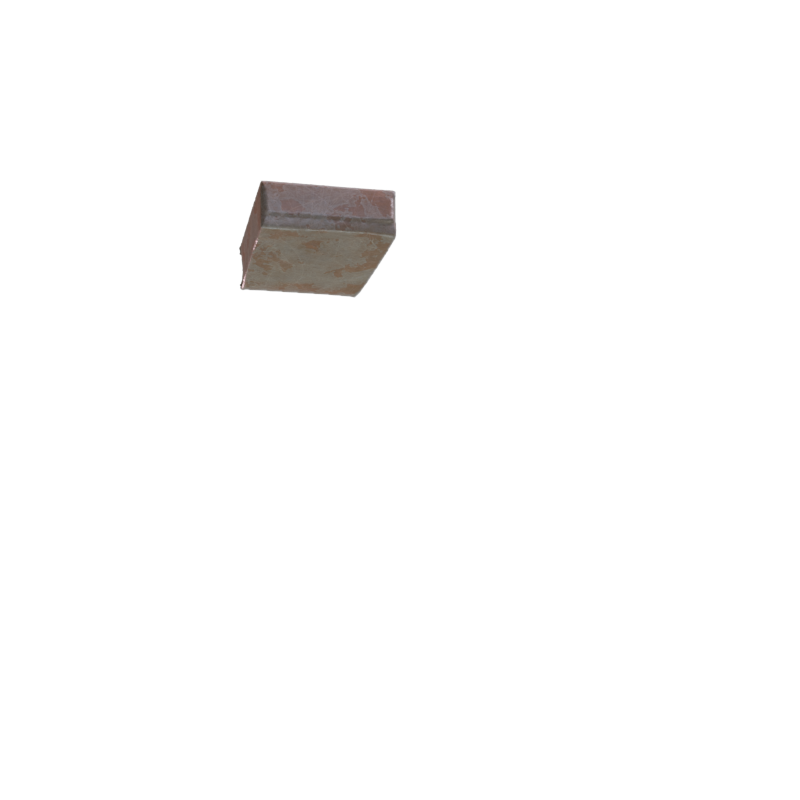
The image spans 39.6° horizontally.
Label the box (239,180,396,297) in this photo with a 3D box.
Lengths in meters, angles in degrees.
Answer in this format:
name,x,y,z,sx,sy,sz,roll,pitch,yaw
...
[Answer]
name,x,y,z,sx,sy,sz,roll,pitch,yaw
box,-0.059,-0.108,0.755,0.088,0.041,0.110,4,-20,-13
